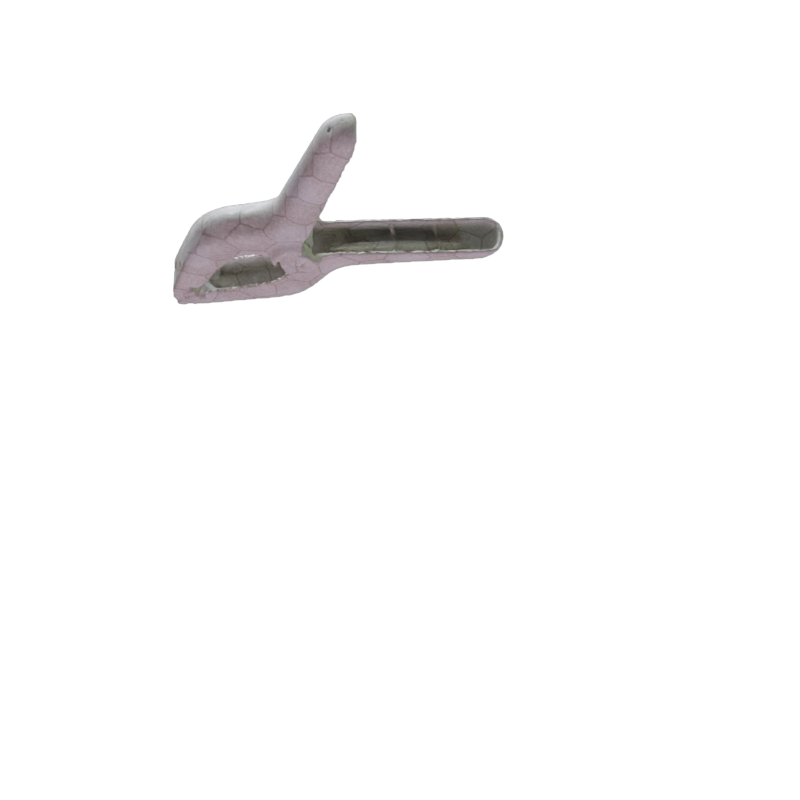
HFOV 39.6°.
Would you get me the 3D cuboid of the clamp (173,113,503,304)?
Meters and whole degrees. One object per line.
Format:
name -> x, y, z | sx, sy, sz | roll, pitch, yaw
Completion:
clamp -> -0.053, -0.098, 0.683 | 0.212, 0.038, 0.154 | -19, -29, 39
